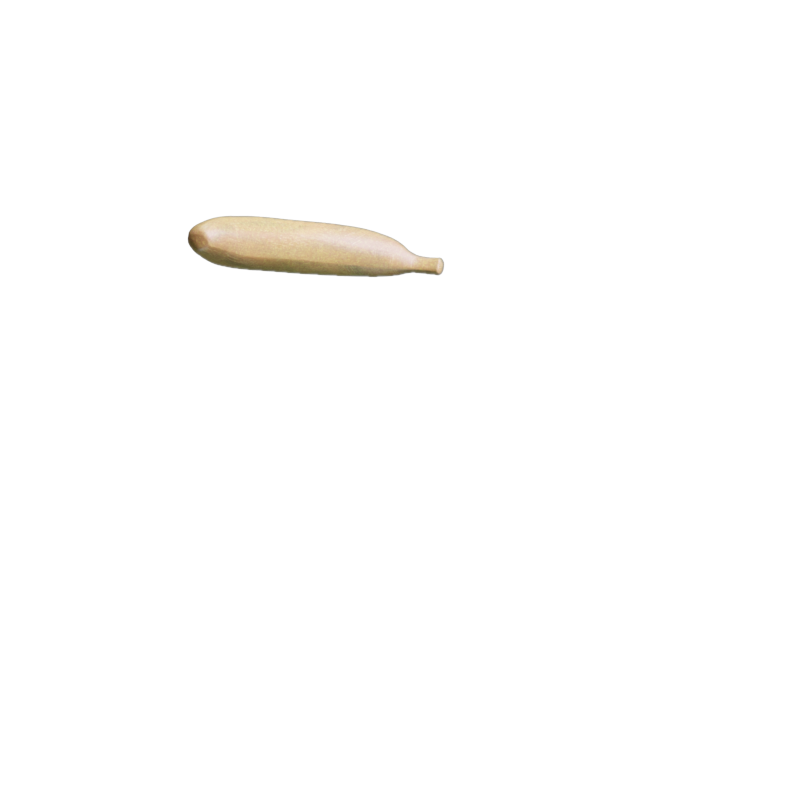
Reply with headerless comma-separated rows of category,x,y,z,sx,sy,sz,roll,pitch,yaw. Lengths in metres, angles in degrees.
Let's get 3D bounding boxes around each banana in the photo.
banana,-0.066,-0.105,0.753,0.190,0.037,0.072,-1,0,-35
